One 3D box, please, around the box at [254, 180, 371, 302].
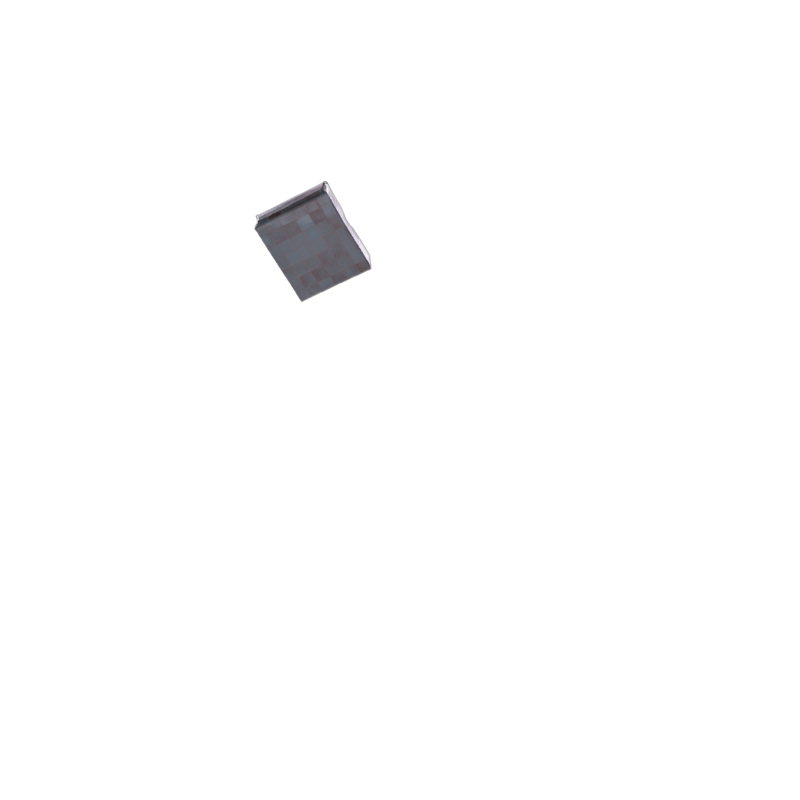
[{"bbox_3d":[-0.078,-0.142,0.993,0.073,0.084,0.032,-25,26,13],"label":"box"}]
